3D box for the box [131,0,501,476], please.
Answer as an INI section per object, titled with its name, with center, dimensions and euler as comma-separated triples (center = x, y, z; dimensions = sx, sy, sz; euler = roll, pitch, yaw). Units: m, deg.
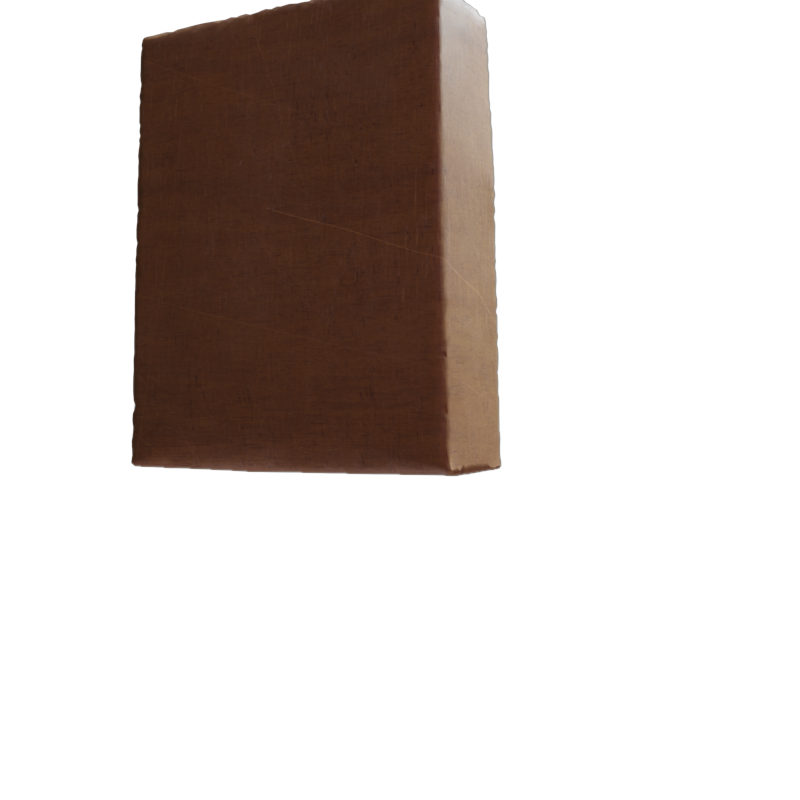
[box]
center = -0.041, -0.075, 0.525
dimensions = 0.169, 0.219, 0.068
euler = -4, -9, 28
